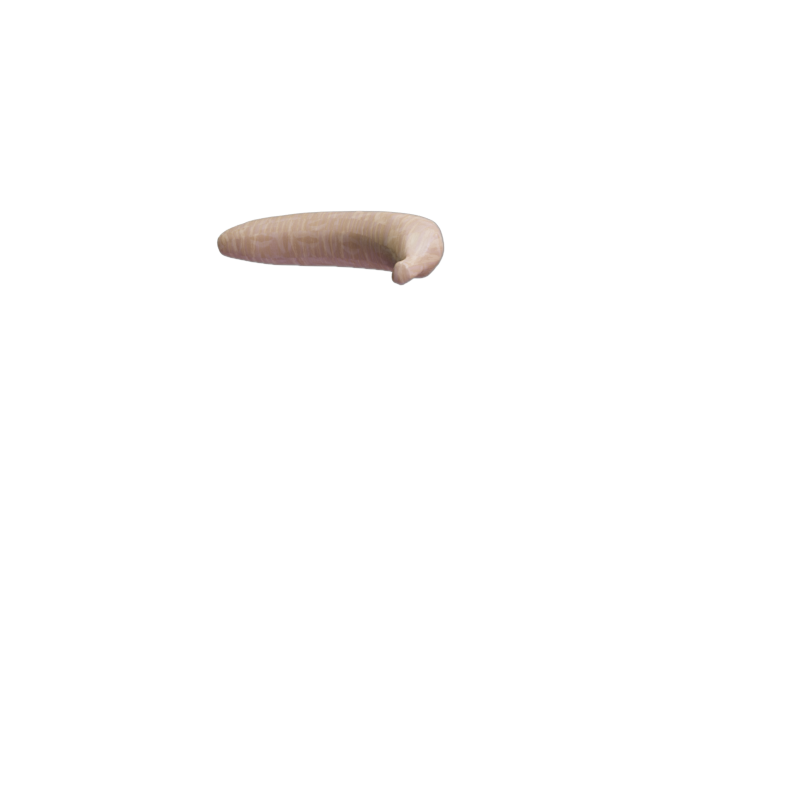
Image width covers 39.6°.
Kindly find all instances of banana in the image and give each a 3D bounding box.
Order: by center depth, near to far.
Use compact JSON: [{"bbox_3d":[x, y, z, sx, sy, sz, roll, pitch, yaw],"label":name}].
[{"bbox_3d":[-0.035,-0.097,0.674,0.067,0.036,0.207,-7,13,-37],"label":"banana"}]
